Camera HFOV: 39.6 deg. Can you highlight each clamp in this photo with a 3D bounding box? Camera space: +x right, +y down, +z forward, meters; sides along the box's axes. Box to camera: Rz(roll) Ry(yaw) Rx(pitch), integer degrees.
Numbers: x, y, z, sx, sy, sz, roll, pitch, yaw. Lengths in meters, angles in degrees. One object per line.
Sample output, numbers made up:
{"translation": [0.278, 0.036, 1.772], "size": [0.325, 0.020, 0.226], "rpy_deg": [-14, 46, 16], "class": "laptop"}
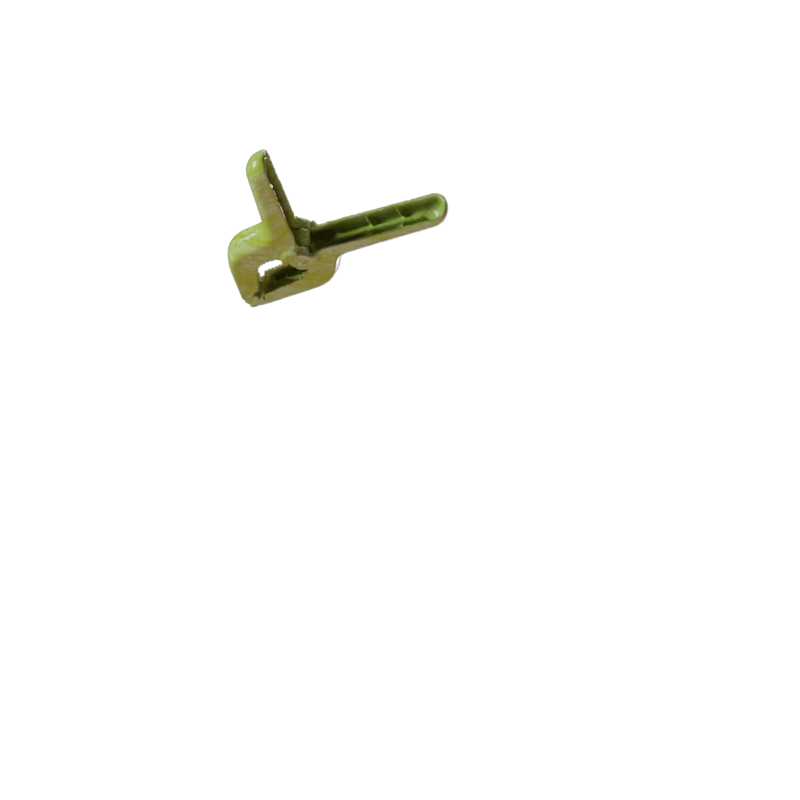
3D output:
{"translation": [-0.070, -0.128, 0.894], "size": [0.160, 0.038, 0.205], "rpy_deg": [9, -24, -20], "class": "clamp"}
